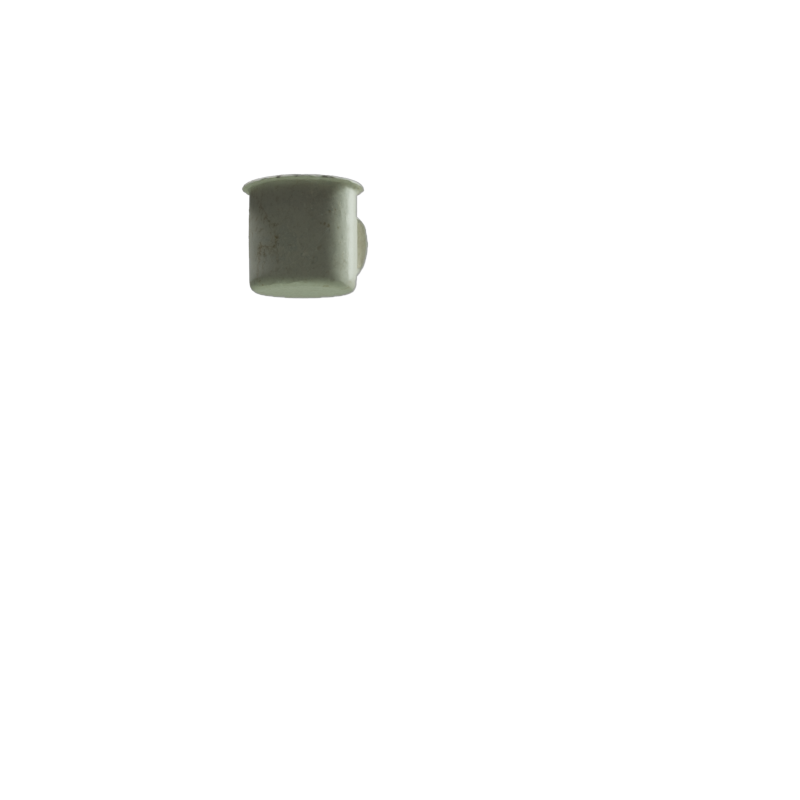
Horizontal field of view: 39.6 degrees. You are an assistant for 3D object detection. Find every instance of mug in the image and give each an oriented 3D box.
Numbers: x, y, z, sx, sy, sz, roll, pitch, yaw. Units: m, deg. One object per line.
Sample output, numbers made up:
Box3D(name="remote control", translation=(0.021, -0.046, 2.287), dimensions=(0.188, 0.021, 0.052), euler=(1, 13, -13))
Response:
Box3D(name="mug", translation=(-0.067, -0.121, 0.851), dimensions=(0.096, 0.083, 0.112), euler=(-4, -6, 38))
